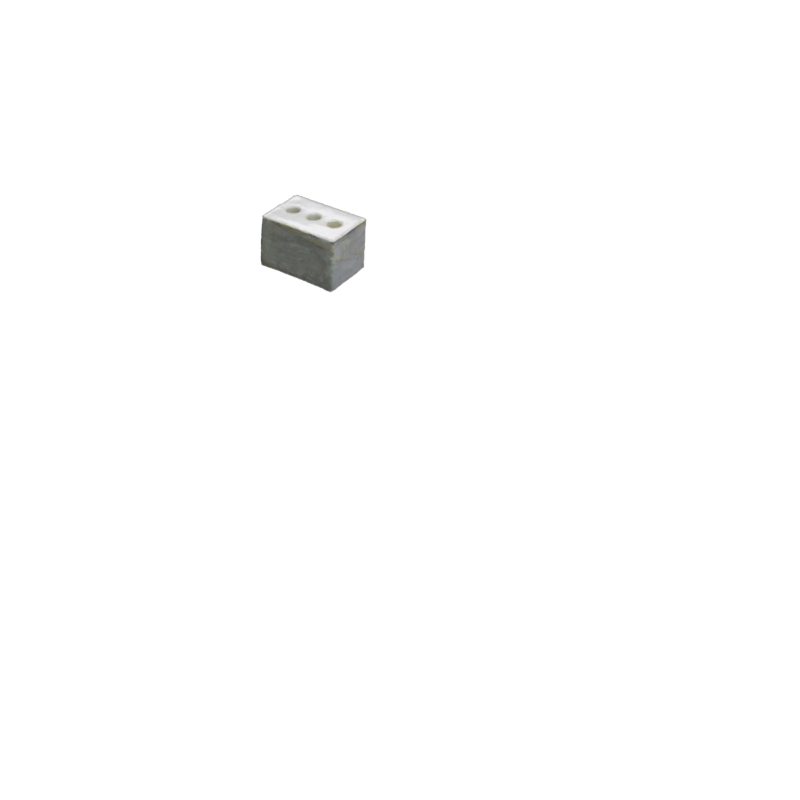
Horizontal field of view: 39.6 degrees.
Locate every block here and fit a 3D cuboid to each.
[{"bbox_3d":[-0.075,-0.137,0.961,0.082,0.048,0.053,22,39,27],"label":"block"}]
